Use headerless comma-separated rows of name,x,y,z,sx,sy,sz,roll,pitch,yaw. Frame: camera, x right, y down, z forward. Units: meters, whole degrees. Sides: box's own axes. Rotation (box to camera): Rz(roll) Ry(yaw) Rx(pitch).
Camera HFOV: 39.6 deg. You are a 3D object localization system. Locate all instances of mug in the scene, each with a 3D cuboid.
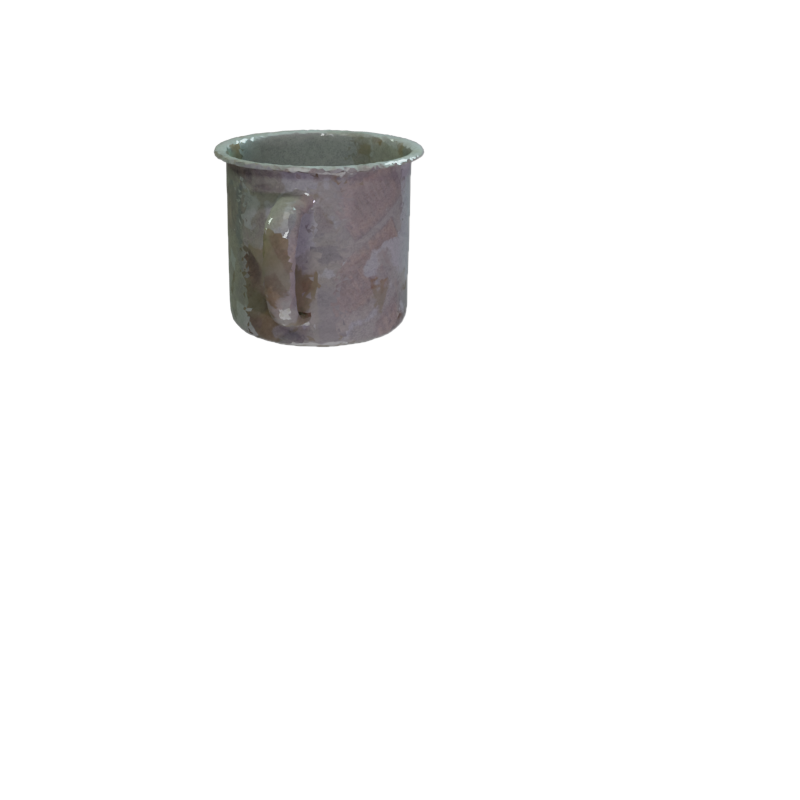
mug,-0.038,-0.070,0.490,0.094,0.078,0.121,3,21,8
